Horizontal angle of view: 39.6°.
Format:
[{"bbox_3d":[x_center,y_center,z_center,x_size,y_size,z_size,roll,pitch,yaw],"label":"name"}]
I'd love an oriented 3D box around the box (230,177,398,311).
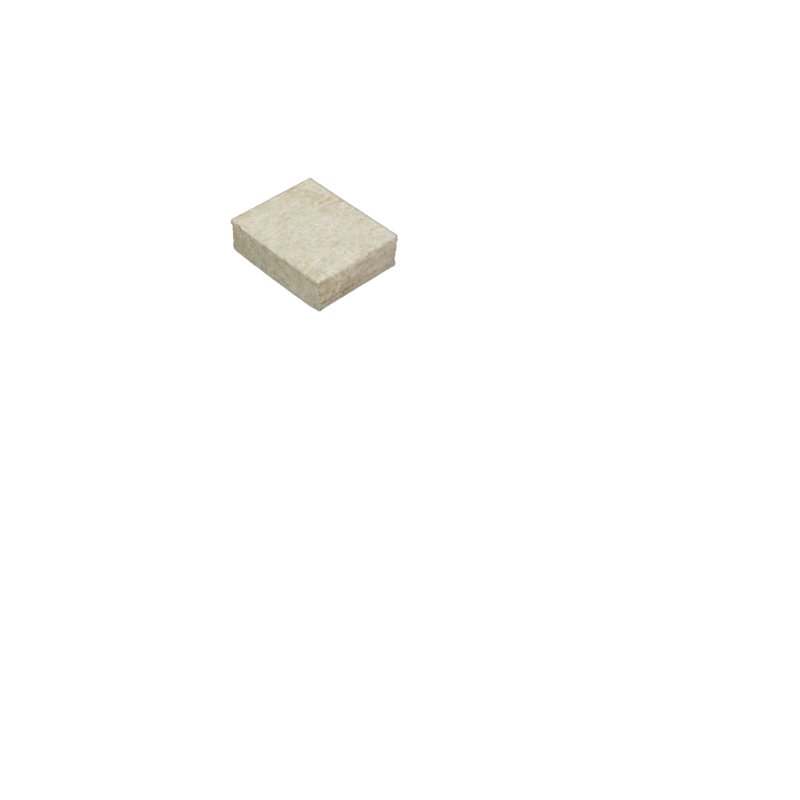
[{"bbox_3d":[-0.073,-0.132,0.926,0.090,0.036,0.121,-33,54,-29],"label":"box"}]
